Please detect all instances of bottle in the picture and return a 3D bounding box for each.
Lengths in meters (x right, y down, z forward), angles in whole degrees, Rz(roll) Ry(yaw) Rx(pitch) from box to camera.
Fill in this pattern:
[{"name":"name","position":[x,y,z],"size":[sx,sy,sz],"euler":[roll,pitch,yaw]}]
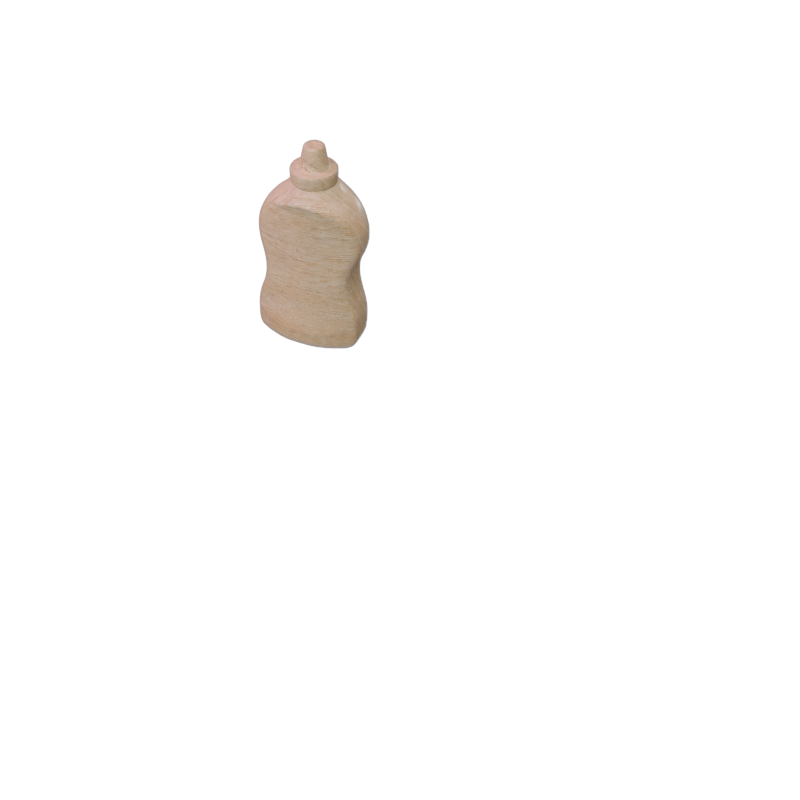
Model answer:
[{"name":"bottle","position":[-0.075,-0.137,0.958],"size":[0.100,0.179,0.060],"euler":[18,40,18]}]
